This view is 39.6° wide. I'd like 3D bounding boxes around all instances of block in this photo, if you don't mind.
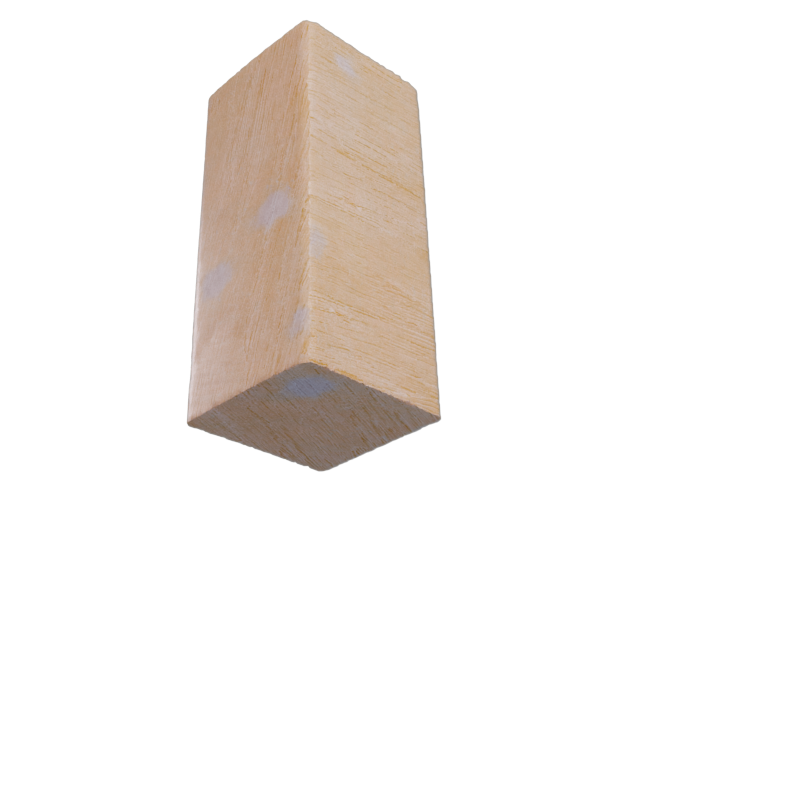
[{"bbox_3d":[-0.045,-0.084,0.582,0.085,0.220,0.090,25,-41,-37],"label":"block"}]
